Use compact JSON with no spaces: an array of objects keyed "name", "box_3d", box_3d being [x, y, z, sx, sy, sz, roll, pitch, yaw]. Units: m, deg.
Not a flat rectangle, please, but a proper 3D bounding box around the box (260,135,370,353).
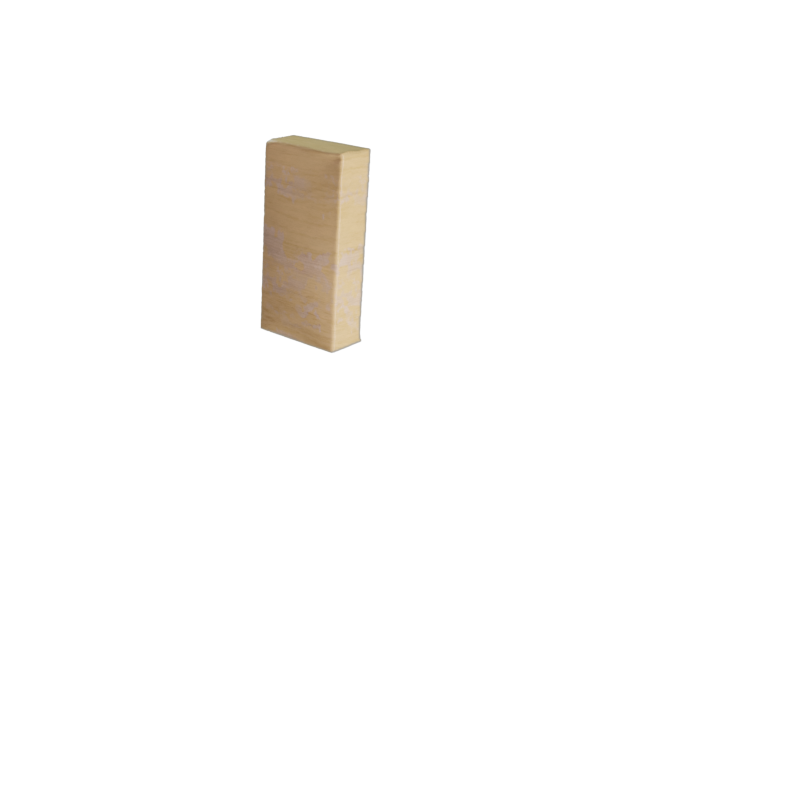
[{"name":"box","box_3d":[-0.077,-0.139,0.975,0.099,0.170,0.047,16,22,38]}]
